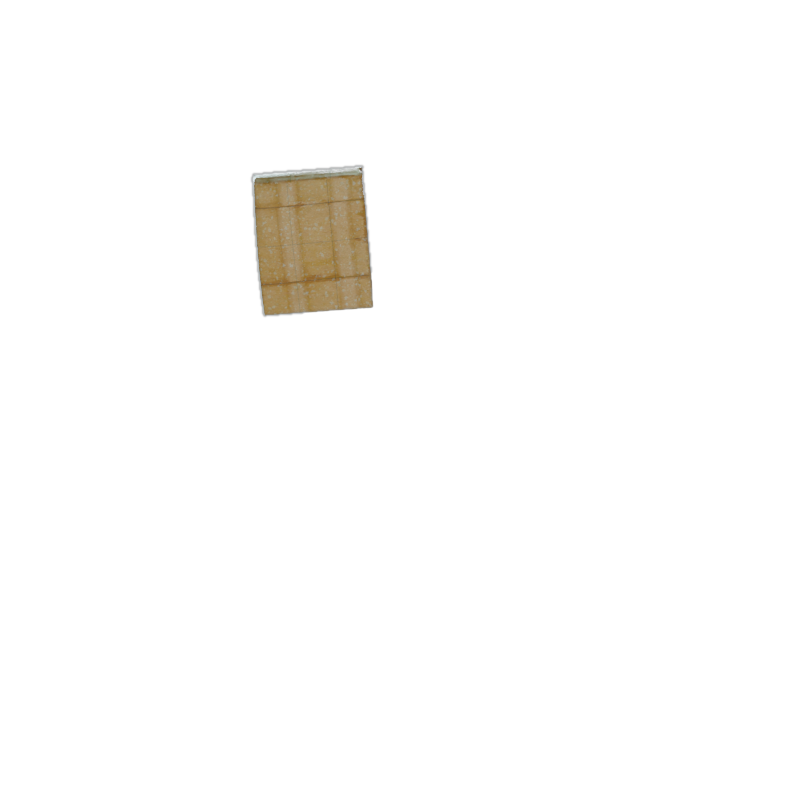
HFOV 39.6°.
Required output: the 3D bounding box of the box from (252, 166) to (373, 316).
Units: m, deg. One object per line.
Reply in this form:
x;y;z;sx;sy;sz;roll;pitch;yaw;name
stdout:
-0.069;-0.126;0.885;0.090;0.109;0.040;-4;17;0;box
